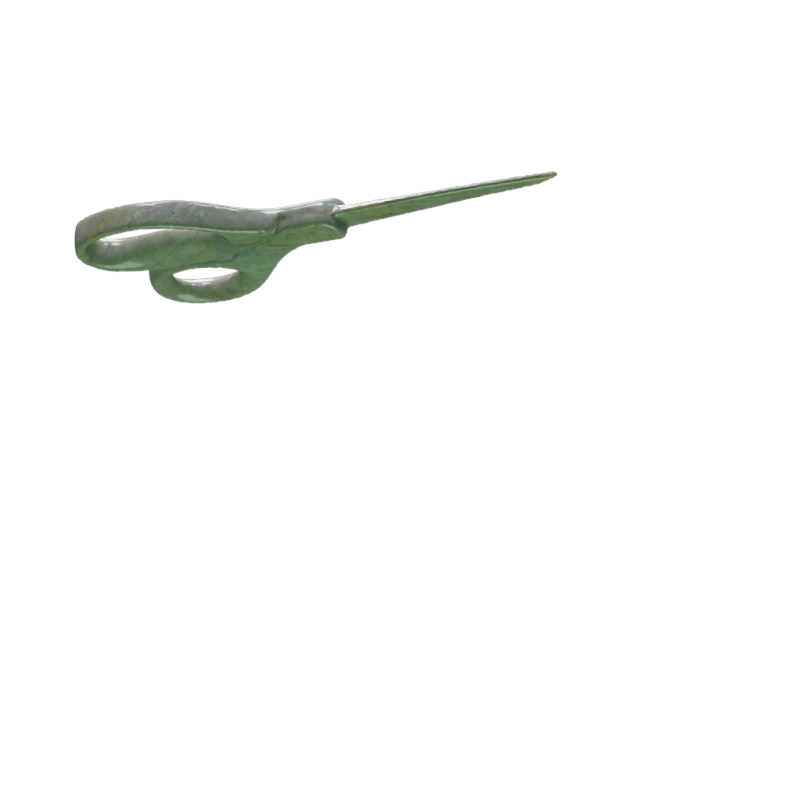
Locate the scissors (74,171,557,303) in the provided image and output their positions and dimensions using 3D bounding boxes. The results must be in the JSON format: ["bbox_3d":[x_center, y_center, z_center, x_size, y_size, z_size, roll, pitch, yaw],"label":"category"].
[{"bbox_3d":[-0.037,-0.068,0.475,0.204,0.016,0.091,-2,-17,8],"label":"scissors"}]
